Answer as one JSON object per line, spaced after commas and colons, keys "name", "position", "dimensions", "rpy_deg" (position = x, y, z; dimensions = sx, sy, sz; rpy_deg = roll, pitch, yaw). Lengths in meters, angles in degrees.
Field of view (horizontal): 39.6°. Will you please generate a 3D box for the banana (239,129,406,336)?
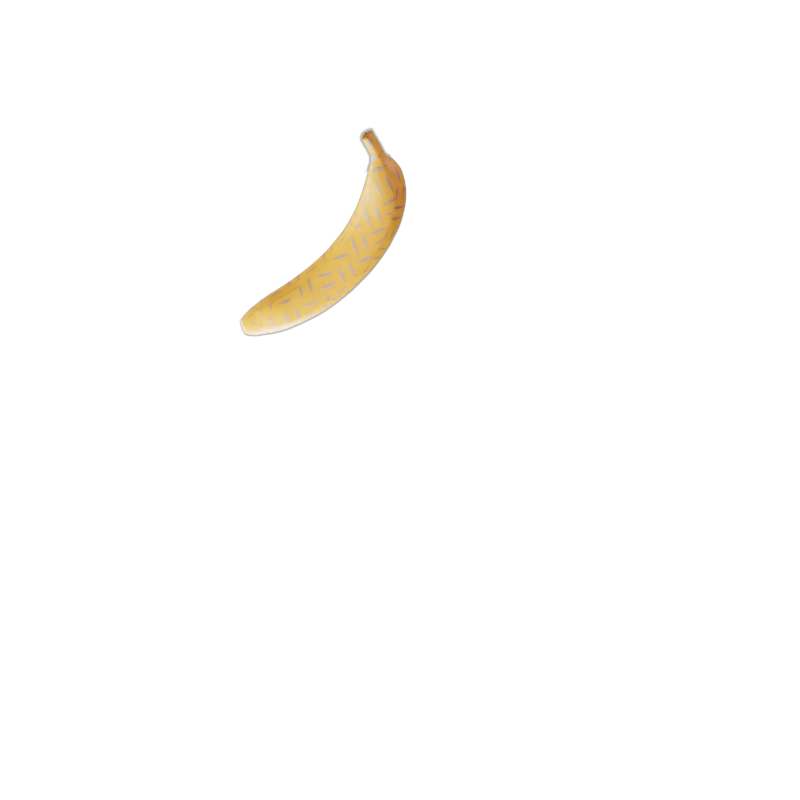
{"name": "banana", "position": [-0.050, -0.118, 0.870], "dimensions": [0.068, 0.193, 0.039], "rpy_deg": [30, 20, -14]}
